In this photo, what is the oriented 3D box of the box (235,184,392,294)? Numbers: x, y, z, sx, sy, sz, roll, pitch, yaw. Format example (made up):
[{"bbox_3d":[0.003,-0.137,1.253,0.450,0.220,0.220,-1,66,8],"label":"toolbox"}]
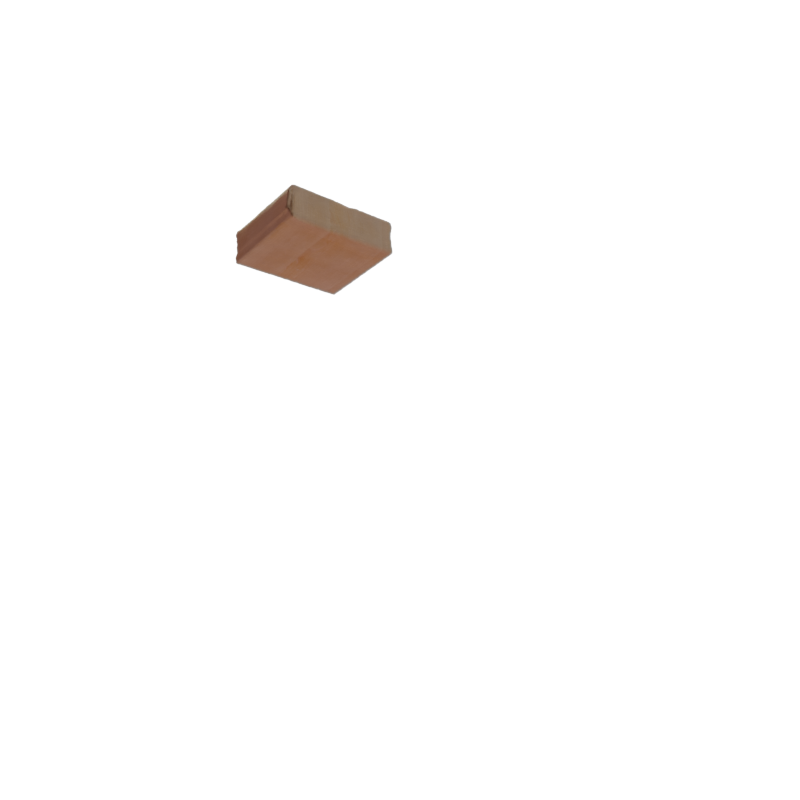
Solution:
[{"bbox_3d":[-0.062,-0.113,0.793,0.085,0.032,0.072,18,-32,-31],"label":"box"}]
